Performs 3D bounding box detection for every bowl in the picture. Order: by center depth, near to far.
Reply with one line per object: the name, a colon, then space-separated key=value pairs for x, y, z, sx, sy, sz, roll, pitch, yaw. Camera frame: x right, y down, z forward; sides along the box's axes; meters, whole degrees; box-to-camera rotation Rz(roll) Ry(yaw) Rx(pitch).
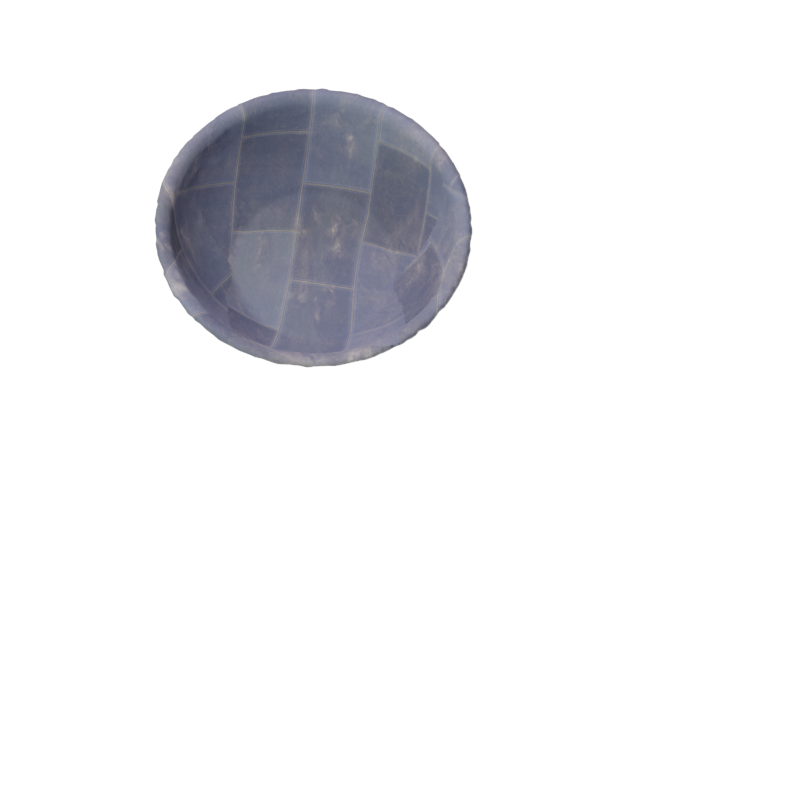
bowl: x=-0.046 y=-0.083 z=0.585 sx=0.162 sy=0.172 sz=0.052 roll=-1 pitch=-26 yaw=-1
